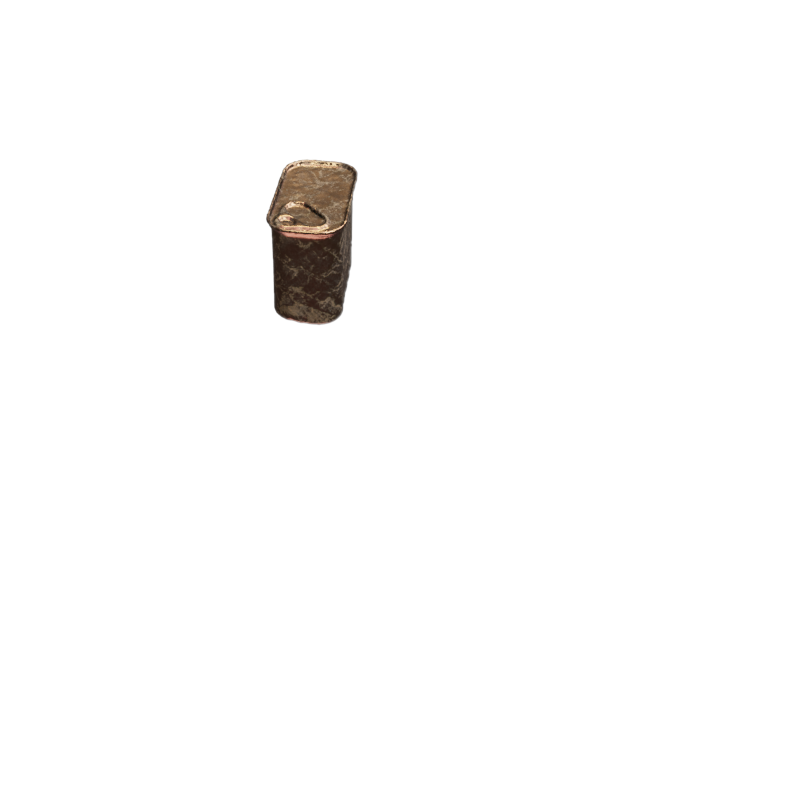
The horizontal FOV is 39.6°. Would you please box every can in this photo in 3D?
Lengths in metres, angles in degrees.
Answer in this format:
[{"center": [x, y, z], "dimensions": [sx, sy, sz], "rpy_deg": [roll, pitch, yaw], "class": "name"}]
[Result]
[{"center": [-0.065, -0.118, 0.828], "dimensions": [0.058, 0.078, 0.108], "rpy_deg": [5, 37, 3], "class": "can"}]
